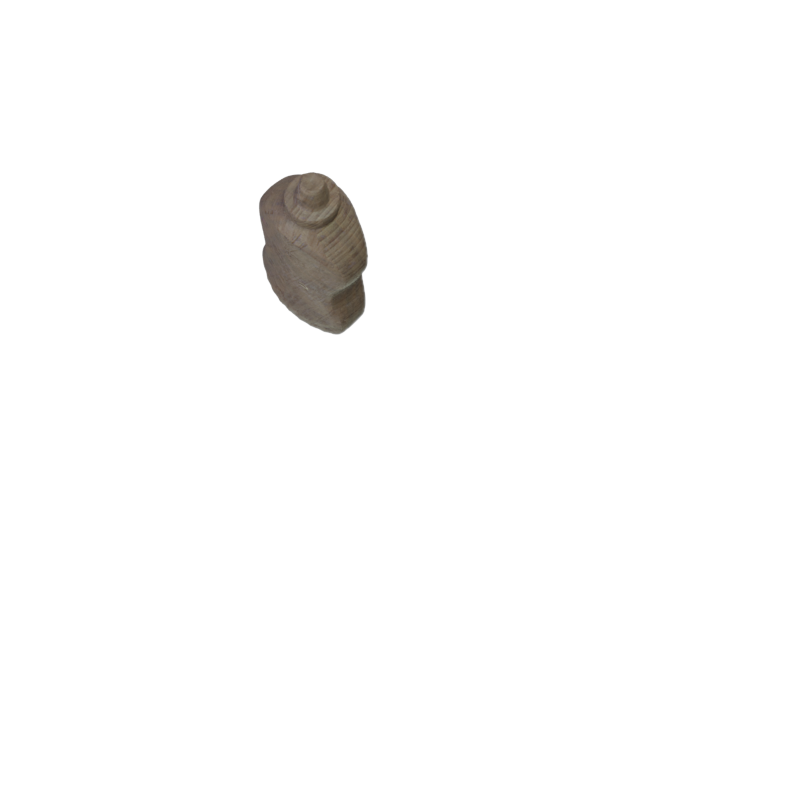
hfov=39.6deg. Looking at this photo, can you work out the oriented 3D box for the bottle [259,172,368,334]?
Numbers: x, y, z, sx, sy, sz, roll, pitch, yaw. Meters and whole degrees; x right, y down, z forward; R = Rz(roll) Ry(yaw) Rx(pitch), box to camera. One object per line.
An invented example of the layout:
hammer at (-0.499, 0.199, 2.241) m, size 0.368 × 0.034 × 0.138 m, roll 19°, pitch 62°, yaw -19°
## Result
bottle at (-0.068, -0.123, 0.862) m, size 0.059 × 0.100 × 0.182 m, roll -40°, pitch -13°, yaw -16°
